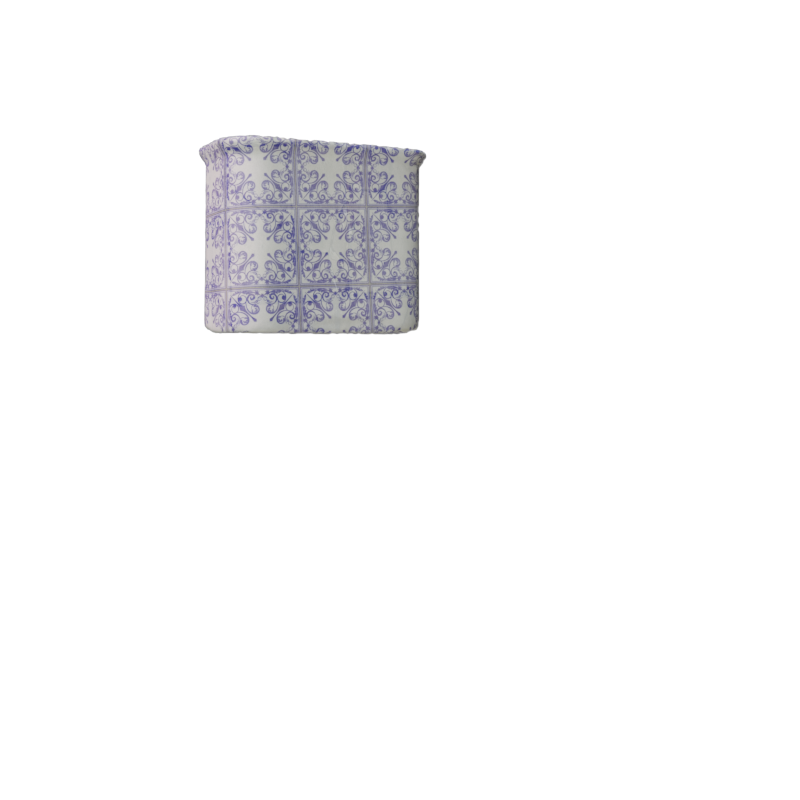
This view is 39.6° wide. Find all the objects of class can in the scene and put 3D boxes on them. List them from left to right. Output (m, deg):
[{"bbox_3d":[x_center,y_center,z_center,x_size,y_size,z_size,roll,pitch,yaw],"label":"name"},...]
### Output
[{"bbox_3d":[-0.039,-0.072,0.505,0.099,0.085,0.059,0,-2,-26],"label":"can"}]
